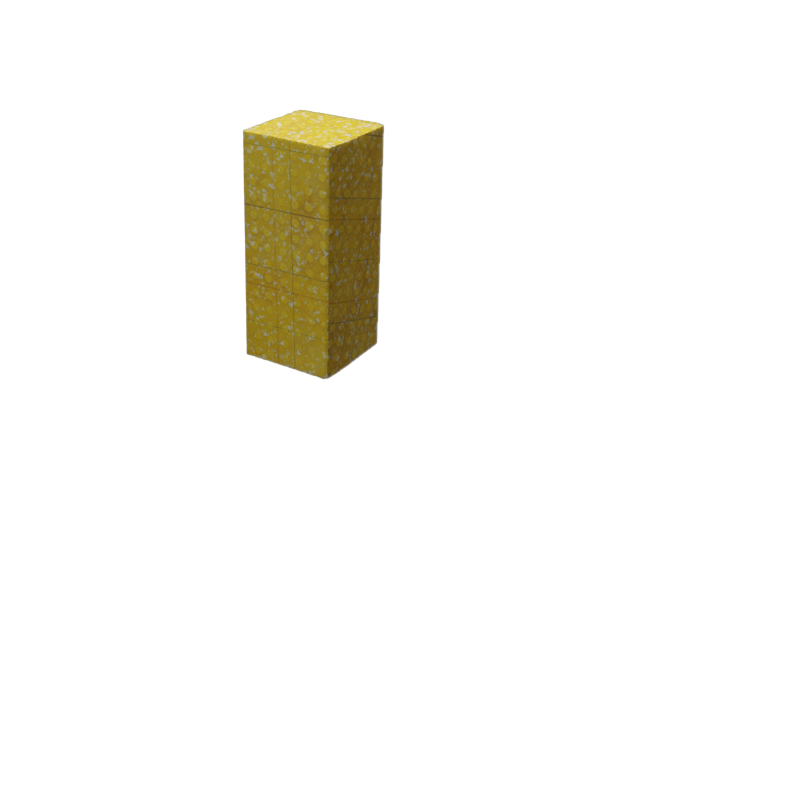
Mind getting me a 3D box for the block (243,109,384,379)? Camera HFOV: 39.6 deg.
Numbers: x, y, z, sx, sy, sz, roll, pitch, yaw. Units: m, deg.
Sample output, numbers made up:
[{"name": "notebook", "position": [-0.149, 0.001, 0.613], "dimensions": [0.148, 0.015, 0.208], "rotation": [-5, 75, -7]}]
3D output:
[{"name": "block", "position": [-0.075, -0.138, 0.964], "dimensions": [0.095, 0.196, 0.090], "rotation": [15, 26, 29]}]
